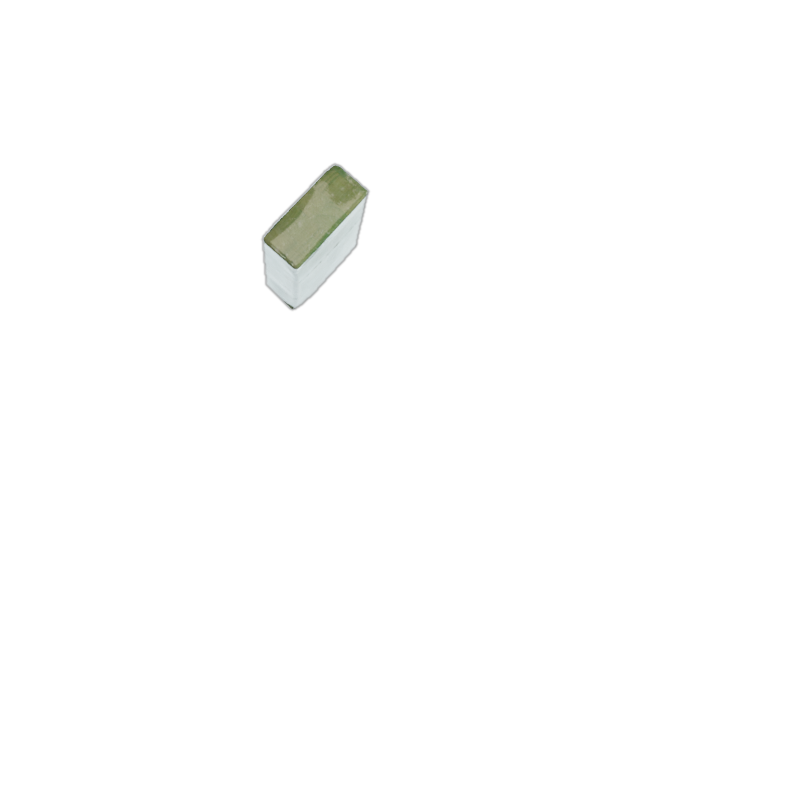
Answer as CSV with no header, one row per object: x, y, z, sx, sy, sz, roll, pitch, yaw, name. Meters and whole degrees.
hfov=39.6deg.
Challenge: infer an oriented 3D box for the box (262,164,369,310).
-0.078,-0.142,0.993,0.049,0.094,0.171,41,-10,3,box
